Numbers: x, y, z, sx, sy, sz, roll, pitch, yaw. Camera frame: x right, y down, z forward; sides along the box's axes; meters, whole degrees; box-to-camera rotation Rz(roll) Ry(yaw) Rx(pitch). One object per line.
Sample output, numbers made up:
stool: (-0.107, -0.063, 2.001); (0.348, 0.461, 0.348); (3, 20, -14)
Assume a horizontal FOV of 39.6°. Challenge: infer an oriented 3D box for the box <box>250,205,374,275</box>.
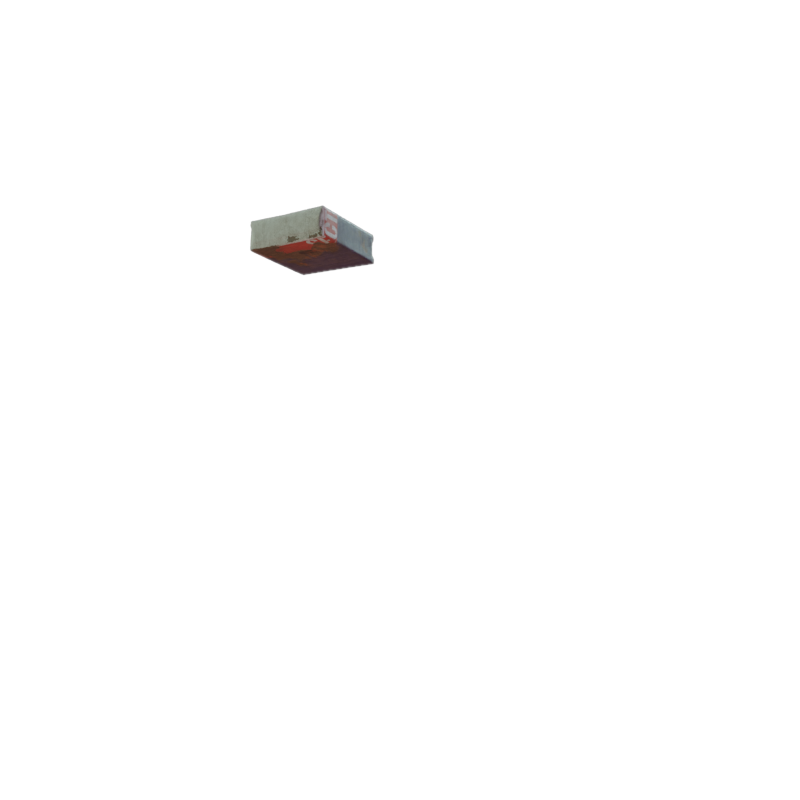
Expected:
box: (-0.074, -0.136, 0.952); (0.075, 0.031, 0.084); (-7, -13, 29)
